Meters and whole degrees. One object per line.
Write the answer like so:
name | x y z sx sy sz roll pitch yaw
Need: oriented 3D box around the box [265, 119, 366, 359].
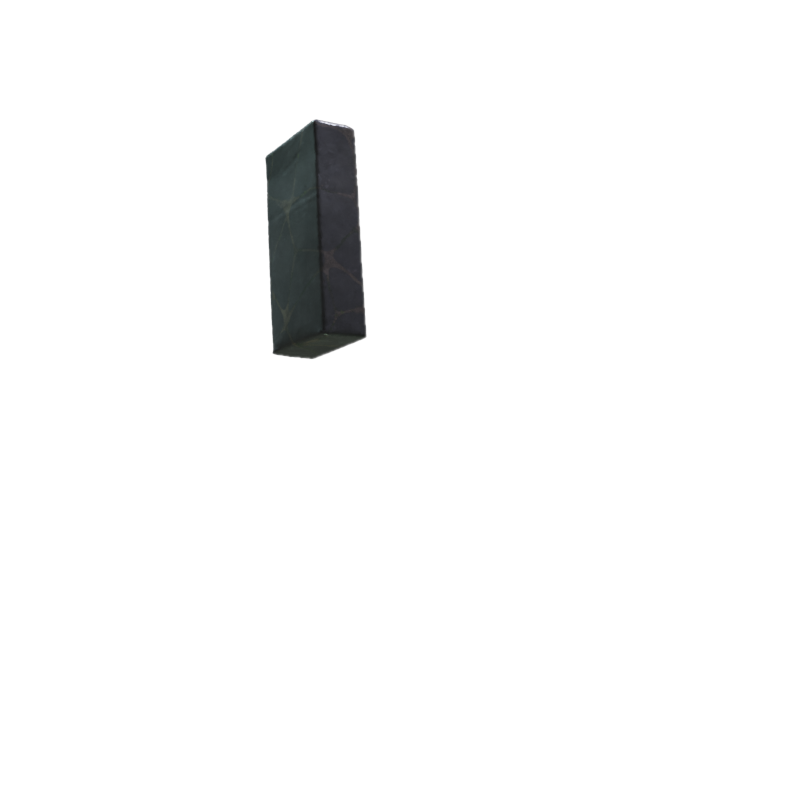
box | -0.070 -0.129 0.900 0.046 0.183 0.094 9 -18 -31
